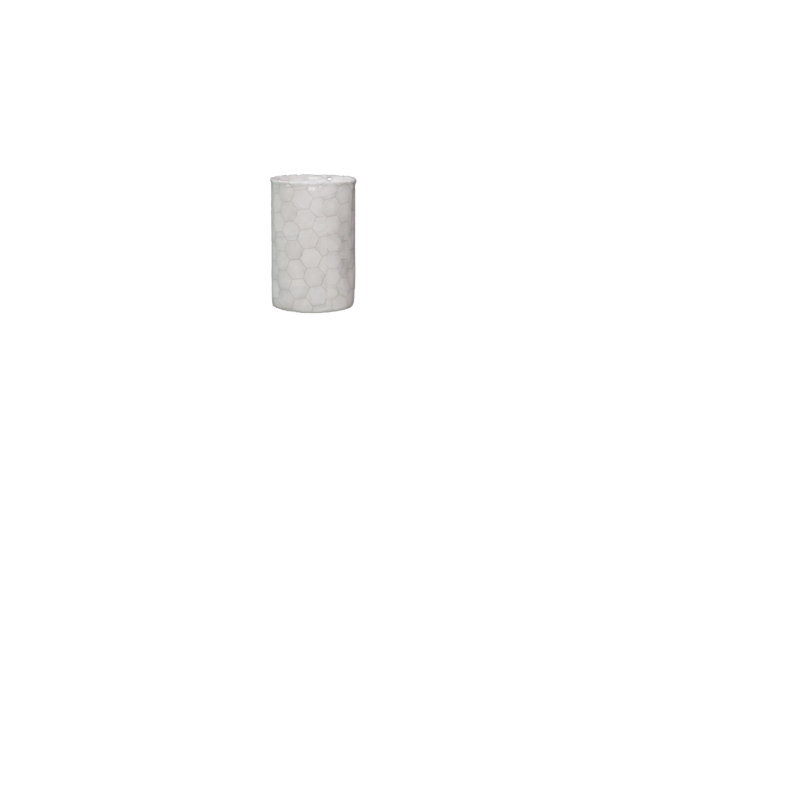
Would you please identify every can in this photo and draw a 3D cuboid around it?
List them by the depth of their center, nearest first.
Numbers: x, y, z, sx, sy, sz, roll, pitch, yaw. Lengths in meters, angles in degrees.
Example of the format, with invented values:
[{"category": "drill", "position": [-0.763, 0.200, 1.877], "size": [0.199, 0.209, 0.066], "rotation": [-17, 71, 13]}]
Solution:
[{"category": "can", "position": [-0.069, -0.125, 0.879], "size": [0.068, 0.100, 0.070], "rotation": [0, 11, -2]}]
